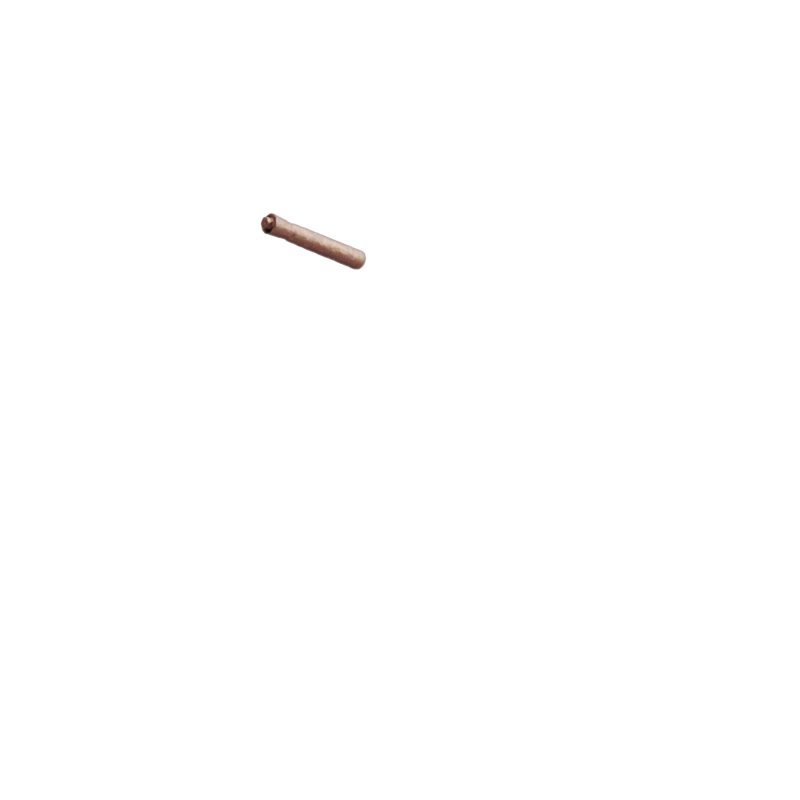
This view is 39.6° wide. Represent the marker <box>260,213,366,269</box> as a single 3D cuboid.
[{"bbox_3d":[-0.077,-0.141,0.989,0.021,0.020,0.114,4,-9,46],"label":"marker"}]
